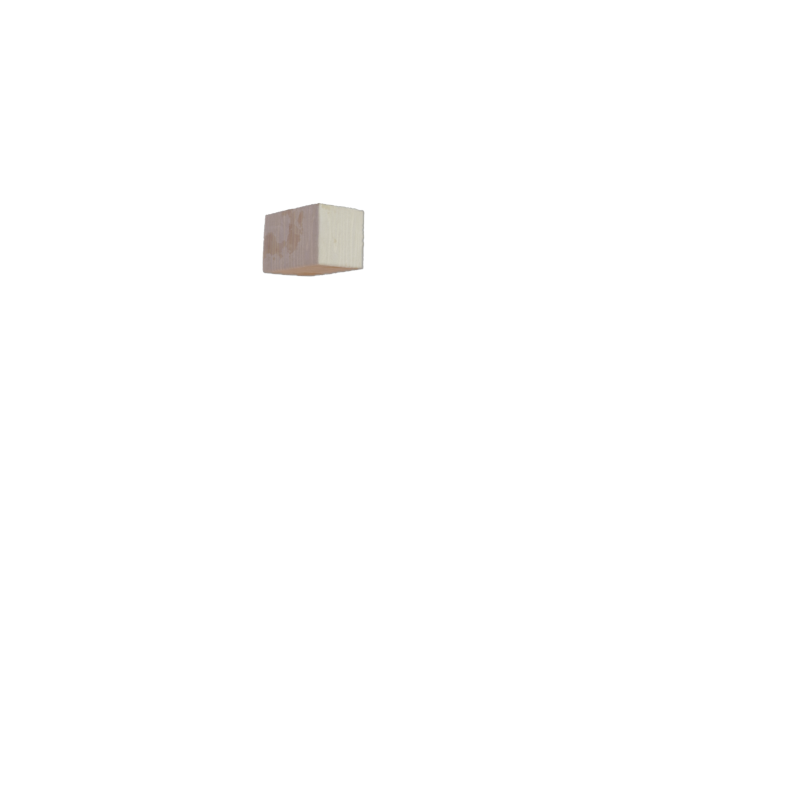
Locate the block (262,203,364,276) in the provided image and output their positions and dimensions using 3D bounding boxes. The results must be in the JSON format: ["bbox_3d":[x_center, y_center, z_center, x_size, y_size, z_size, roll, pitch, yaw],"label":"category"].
[{"bbox_3d":[-0.074,-0.135,0.948,0.050,0.052,0.080,4,-5,-41],"label":"block"}]
